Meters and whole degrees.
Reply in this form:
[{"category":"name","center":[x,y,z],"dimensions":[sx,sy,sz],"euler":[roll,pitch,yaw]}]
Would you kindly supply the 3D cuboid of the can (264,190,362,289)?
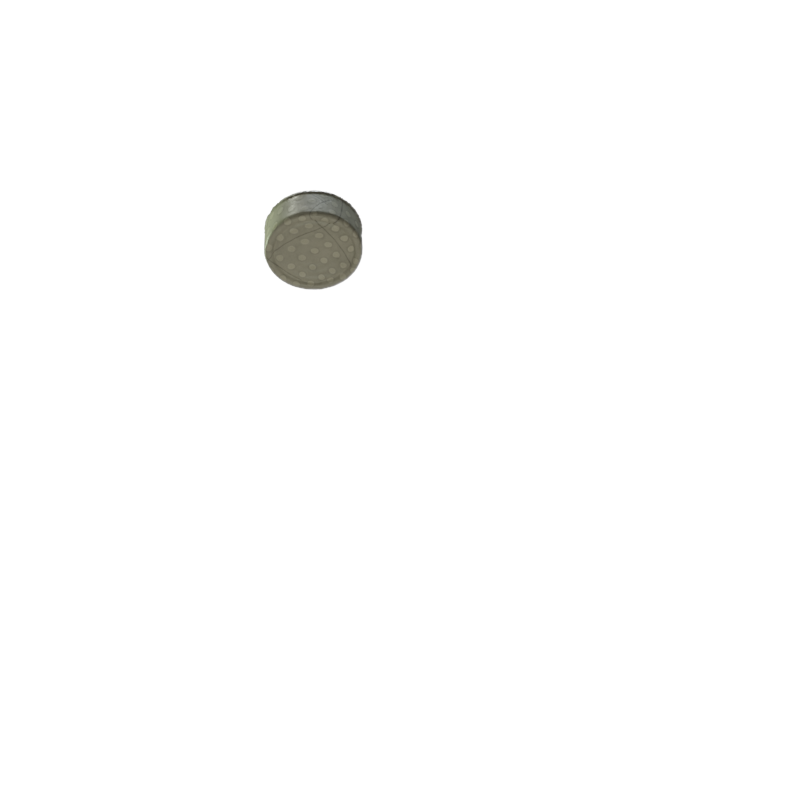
[{"category":"can","center":[-0.075,-0.137,0.959],"dimensions":[0.086,0.080,0.036],"euler":[1,42,-1]}]
